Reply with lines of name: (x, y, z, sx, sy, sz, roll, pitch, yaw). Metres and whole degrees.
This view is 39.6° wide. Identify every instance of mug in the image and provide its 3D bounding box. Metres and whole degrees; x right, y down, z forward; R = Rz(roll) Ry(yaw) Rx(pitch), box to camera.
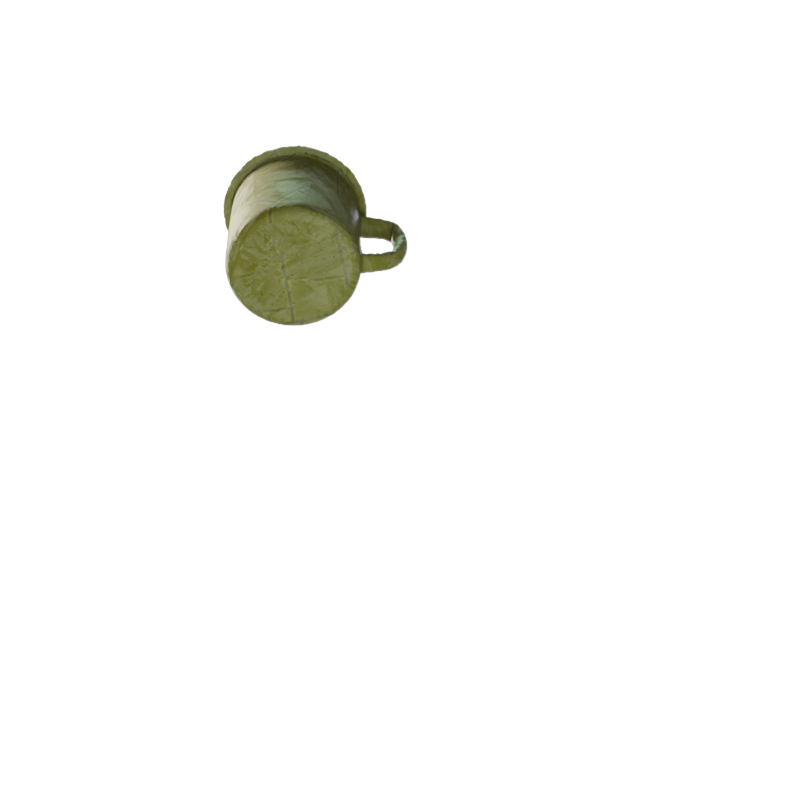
mug: (-0.054, -0.098, 0.688, 0.116, 0.088, 0.087, 6, 31, -5)
